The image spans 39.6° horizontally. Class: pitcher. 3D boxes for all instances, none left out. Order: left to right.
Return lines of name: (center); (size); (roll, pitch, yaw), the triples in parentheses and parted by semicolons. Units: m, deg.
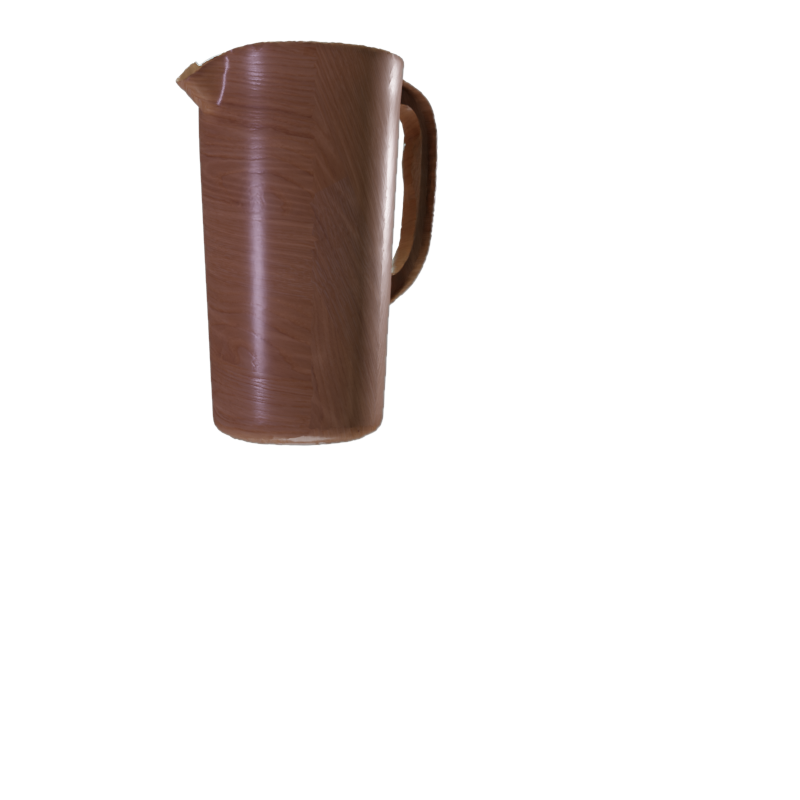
pitcher: (-0.055, -0.101, 0.707); (0.151, 0.243, 0.143); (0, 1, 9)
